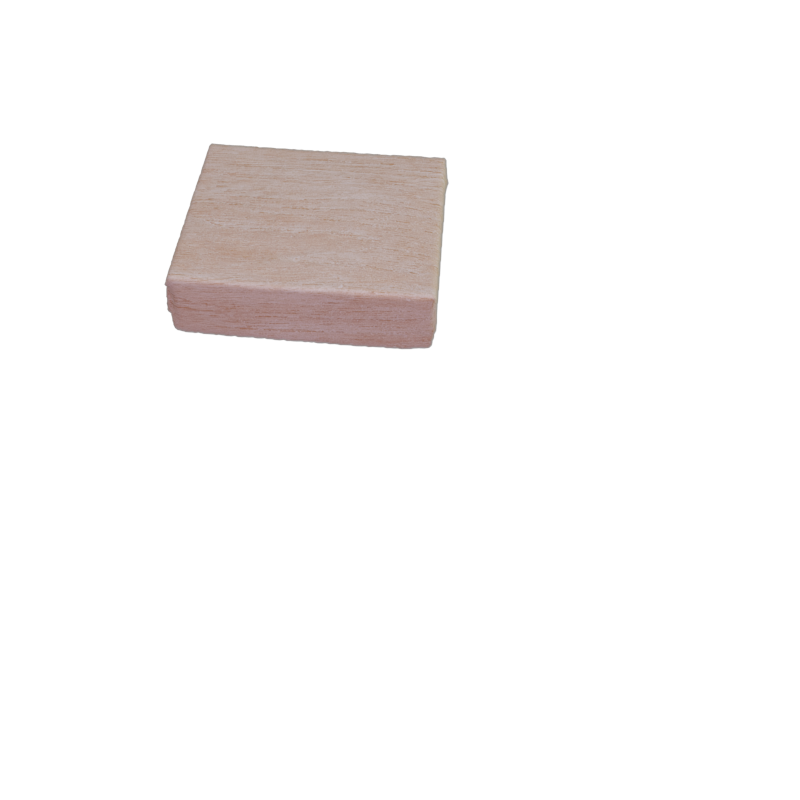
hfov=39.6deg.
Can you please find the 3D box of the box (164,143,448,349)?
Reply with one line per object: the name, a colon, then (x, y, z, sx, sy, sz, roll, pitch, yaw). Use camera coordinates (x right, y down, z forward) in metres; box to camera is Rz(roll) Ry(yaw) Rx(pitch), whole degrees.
box: (-0.038, -0.069, 0.486, 0.114, 0.096, 0.036, 5, -41, 4)
